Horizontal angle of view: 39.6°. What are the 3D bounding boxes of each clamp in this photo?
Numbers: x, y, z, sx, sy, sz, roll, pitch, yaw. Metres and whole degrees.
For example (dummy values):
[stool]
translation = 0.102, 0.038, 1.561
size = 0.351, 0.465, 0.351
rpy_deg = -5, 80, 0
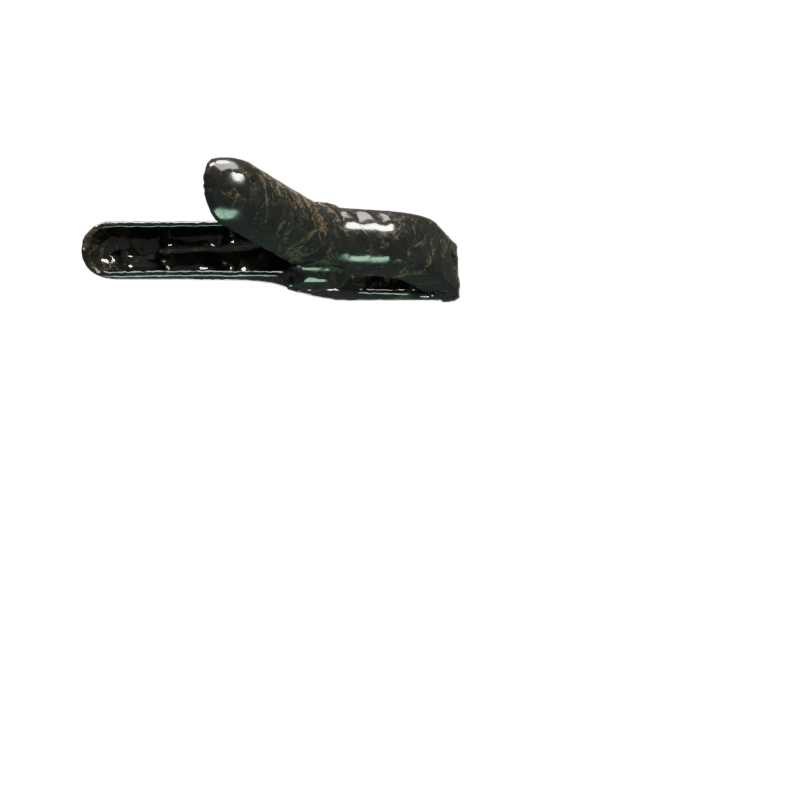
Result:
[clamp]
translation = -0.037, -0.067, 0.468
size = 0.166, 0.040, 0.123
rpy_deg = 1, -2, -28
